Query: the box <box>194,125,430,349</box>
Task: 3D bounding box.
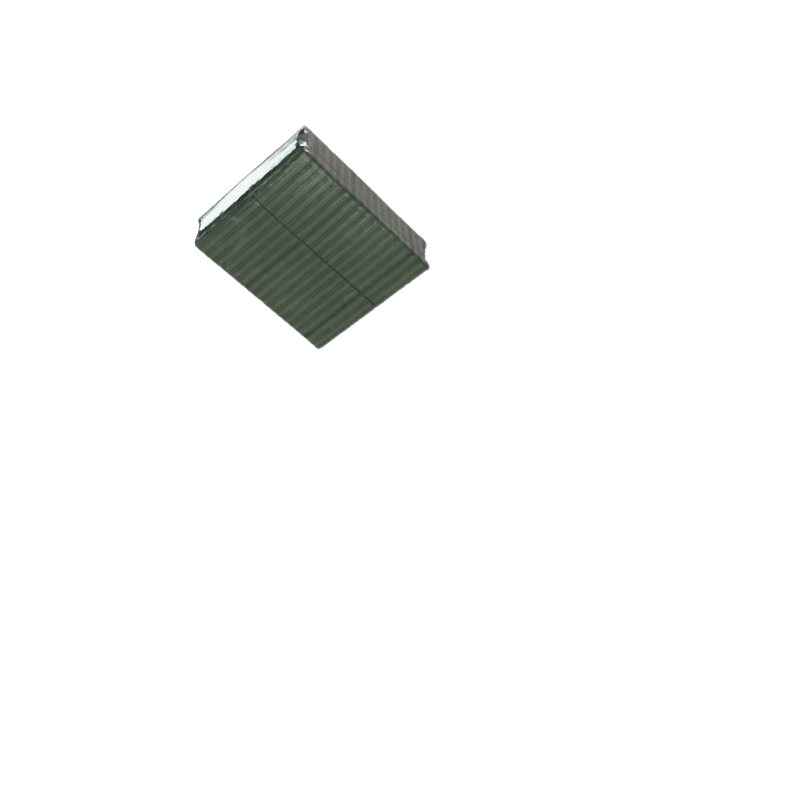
[{"bbox_3d":[-0.042,-0.076,0.533,0.072,0.084,0.032,-38,27,22],"label":"box"}]
